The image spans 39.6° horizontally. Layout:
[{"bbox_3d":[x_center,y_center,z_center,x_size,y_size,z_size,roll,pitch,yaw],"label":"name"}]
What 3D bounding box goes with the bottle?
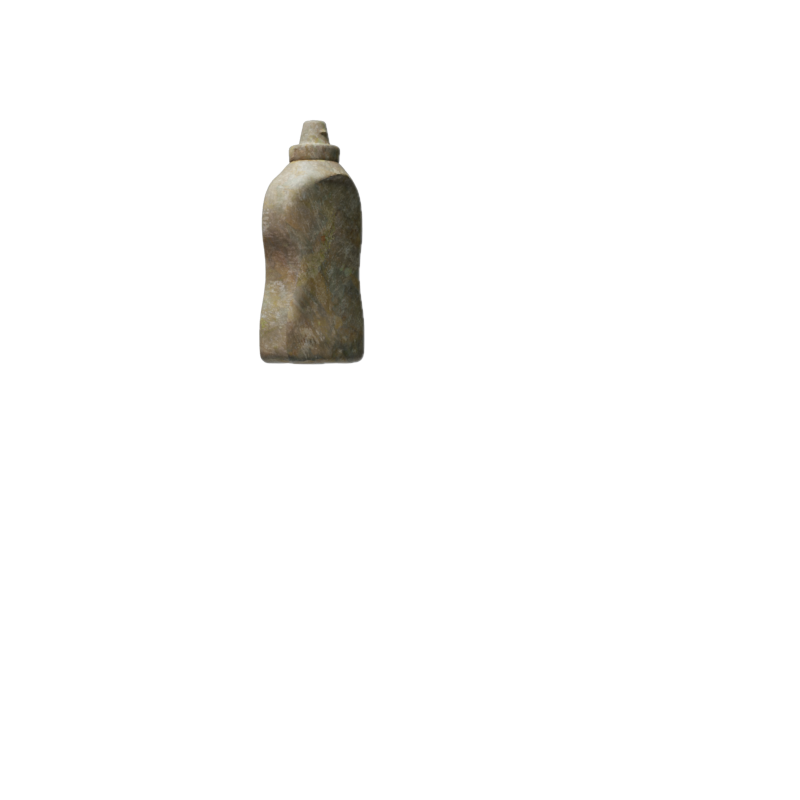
[{"bbox_3d":[-0.068,-0.125,0.877,0.060,0.194,0.092,-4,-5,40],"label":"bottle"}]
